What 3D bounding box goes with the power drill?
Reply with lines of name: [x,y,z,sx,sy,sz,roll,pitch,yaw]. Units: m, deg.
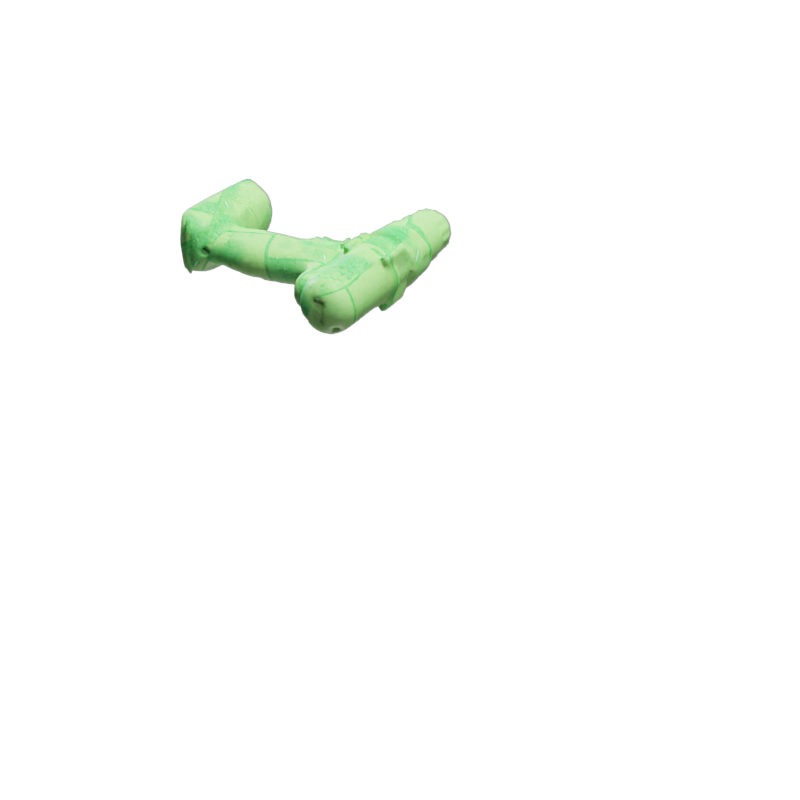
power drill: [-0.072,-0.130,0.914,0.197,0.054,0.186,18,35,27]
